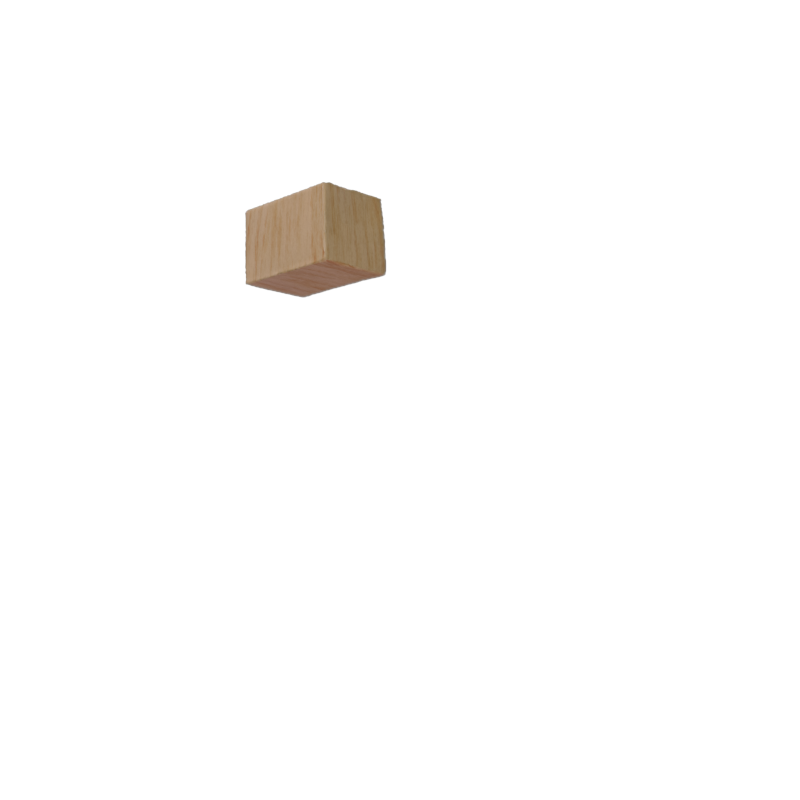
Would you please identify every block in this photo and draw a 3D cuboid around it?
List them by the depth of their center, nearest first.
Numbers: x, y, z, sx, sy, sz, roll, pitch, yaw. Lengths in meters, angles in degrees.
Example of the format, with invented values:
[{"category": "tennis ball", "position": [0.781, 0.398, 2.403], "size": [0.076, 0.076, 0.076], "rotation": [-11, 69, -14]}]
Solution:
[{"category": "block", "position": [-0.055, -0.100, 0.700], "size": [0.080, 0.053, 0.050], "rotation": [-11, -17, 43]}]
